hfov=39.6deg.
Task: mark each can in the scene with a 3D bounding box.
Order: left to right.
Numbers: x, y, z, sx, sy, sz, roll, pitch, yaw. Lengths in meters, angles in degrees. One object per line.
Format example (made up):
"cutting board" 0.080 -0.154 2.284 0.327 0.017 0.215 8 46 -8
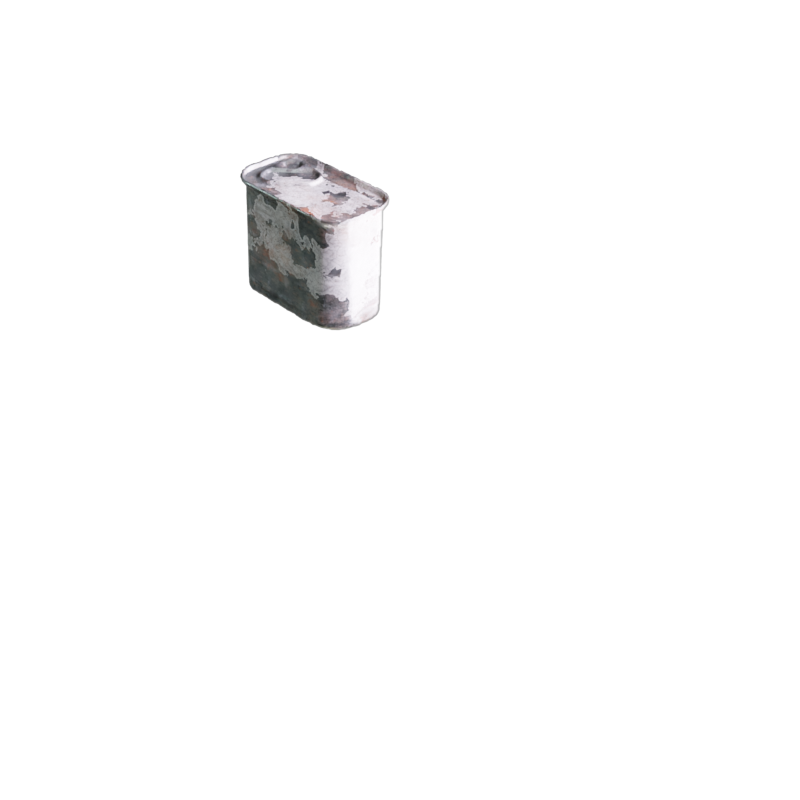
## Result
"can" -0.057 -0.104 0.726 0.057 0.079 0.109 -26 42 -36
